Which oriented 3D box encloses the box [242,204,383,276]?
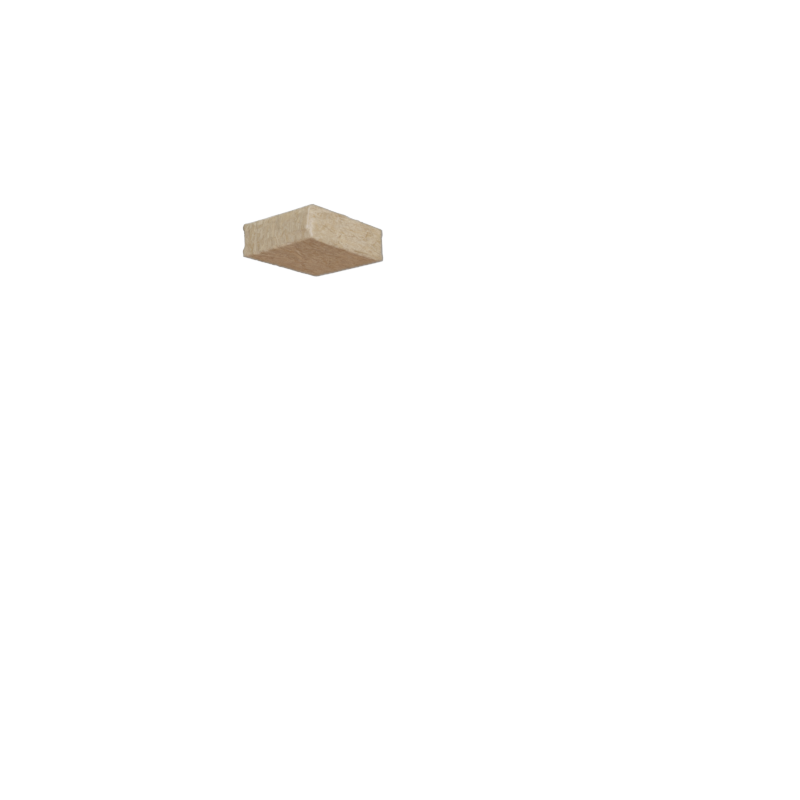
[{"bbox_3d":[-0.069,-0.125,0.875,0.075,0.031,0.084,-9,-14,39],"label":"box"}]
